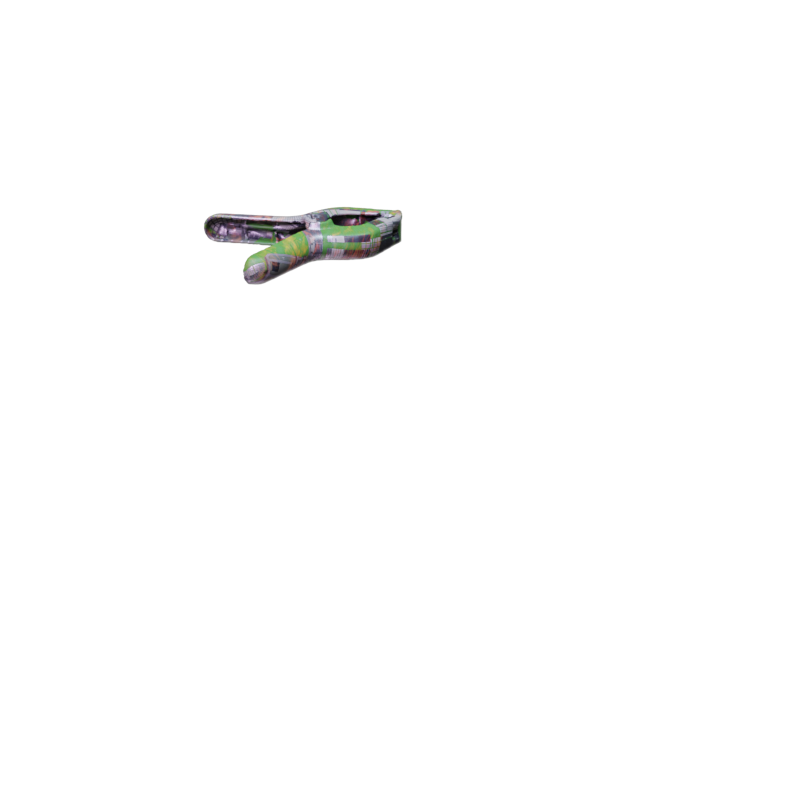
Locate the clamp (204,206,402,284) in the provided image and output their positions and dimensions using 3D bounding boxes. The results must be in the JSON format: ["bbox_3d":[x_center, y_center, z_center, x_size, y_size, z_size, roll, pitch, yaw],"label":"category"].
[{"bbox_3d":[-0.073,-0.134,0.937,0.169,0.037,0.129,-8,35,-13],"label":"clamp"}]
